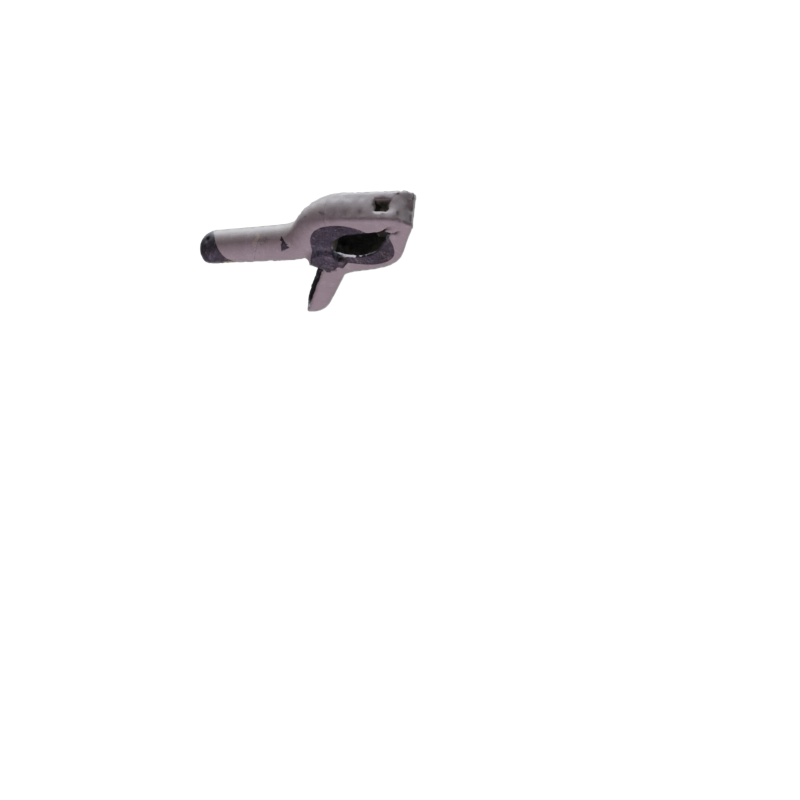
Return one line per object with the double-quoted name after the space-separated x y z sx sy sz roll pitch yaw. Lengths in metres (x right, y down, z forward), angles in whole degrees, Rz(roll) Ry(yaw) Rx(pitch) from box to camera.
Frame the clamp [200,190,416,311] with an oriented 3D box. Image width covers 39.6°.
-0.062 -0.114 0.798 0.114 0.041 0.171 15 -26 -33 "clamp"
